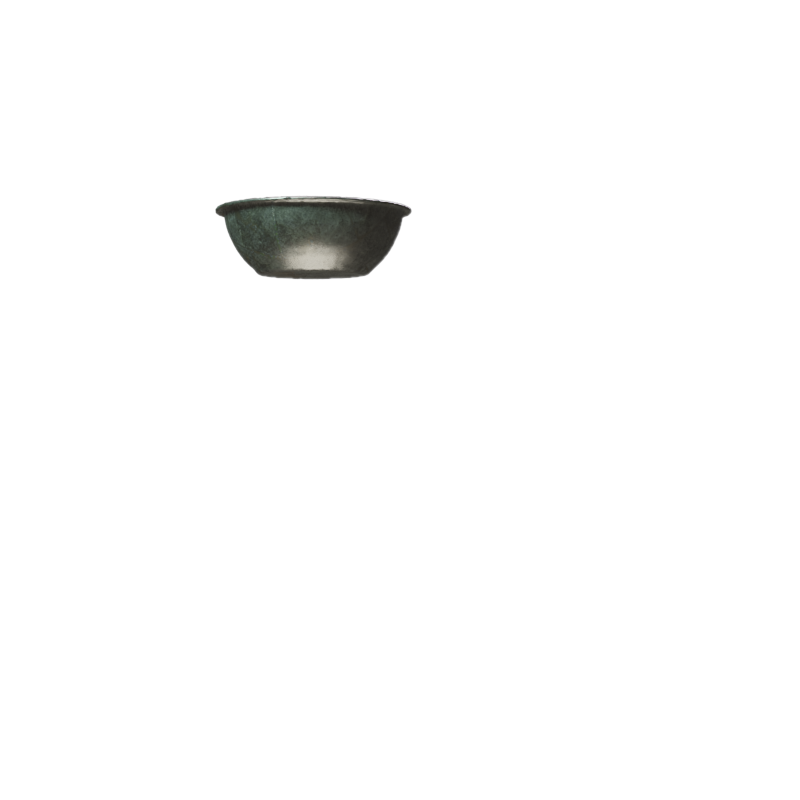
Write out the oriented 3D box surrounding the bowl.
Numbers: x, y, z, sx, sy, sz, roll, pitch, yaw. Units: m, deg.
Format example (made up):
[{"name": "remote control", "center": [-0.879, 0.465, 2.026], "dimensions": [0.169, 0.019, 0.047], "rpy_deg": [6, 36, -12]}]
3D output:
[{"name": "bowl", "center": [-0.071, -0.130, 0.909], "dimensions": [0.162, 0.055, 0.161], "rpy_deg": [0, 1, -2]}]
